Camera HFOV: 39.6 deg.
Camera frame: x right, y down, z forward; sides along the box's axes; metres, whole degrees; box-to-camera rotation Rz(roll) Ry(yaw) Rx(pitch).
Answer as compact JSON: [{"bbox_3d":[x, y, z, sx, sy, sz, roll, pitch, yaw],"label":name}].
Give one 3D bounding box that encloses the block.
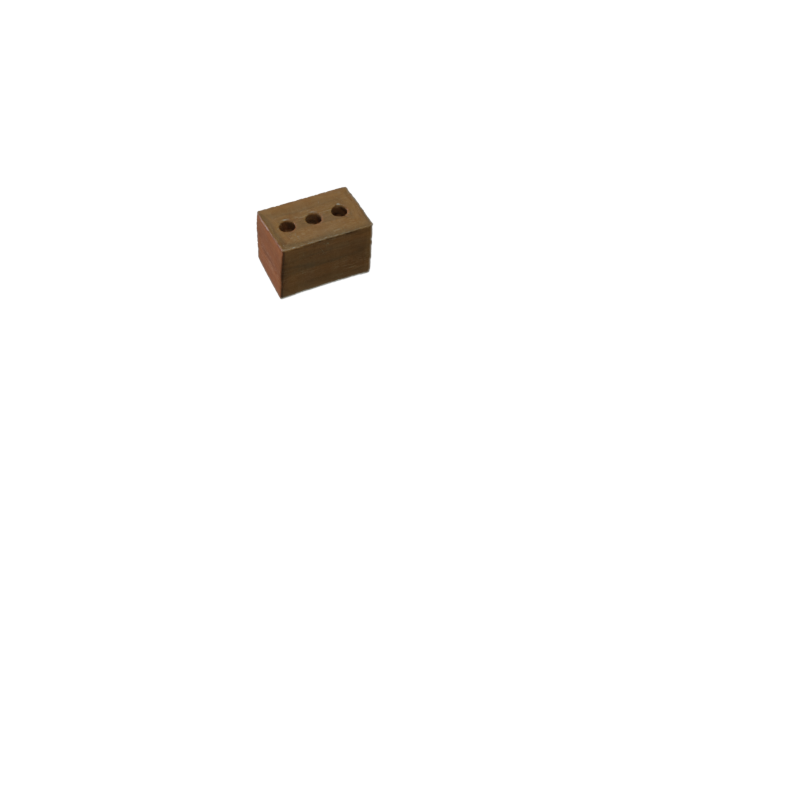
[{"bbox_3d":[-0.068,-0.123,0.863,0.077,0.048,0.057,-19,51,-18],"label":"block"}]
